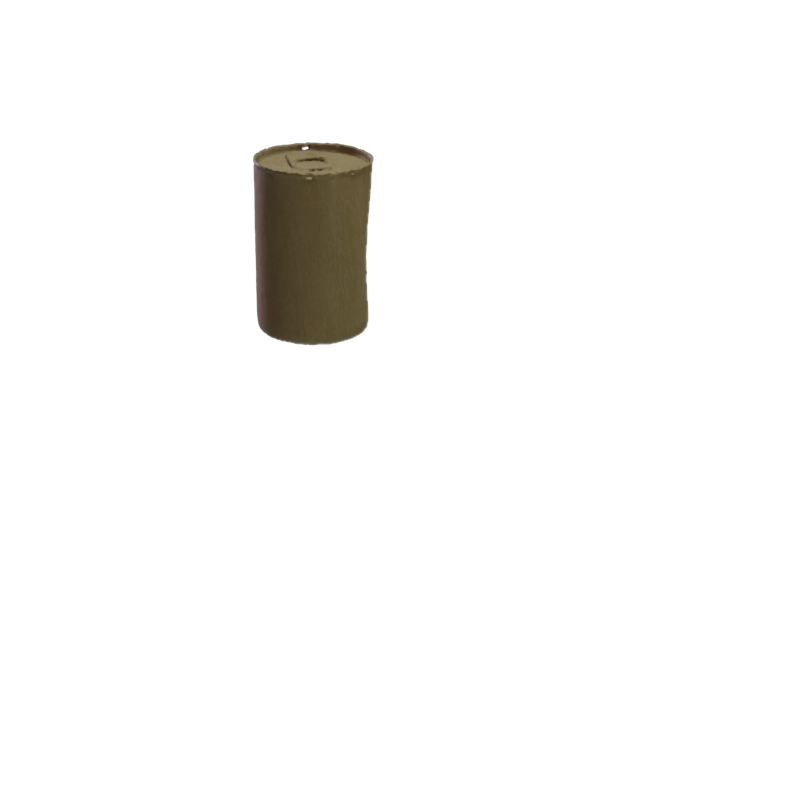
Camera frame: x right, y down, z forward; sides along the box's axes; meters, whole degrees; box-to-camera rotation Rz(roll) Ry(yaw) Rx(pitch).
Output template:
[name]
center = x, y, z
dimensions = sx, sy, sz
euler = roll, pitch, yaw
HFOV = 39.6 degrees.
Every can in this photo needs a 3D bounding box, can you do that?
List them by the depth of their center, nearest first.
[can]
center = -0.050, -0.091, 0.640
dimensions = 0.068, 0.097, 0.072
euler = 0, 23, -2
